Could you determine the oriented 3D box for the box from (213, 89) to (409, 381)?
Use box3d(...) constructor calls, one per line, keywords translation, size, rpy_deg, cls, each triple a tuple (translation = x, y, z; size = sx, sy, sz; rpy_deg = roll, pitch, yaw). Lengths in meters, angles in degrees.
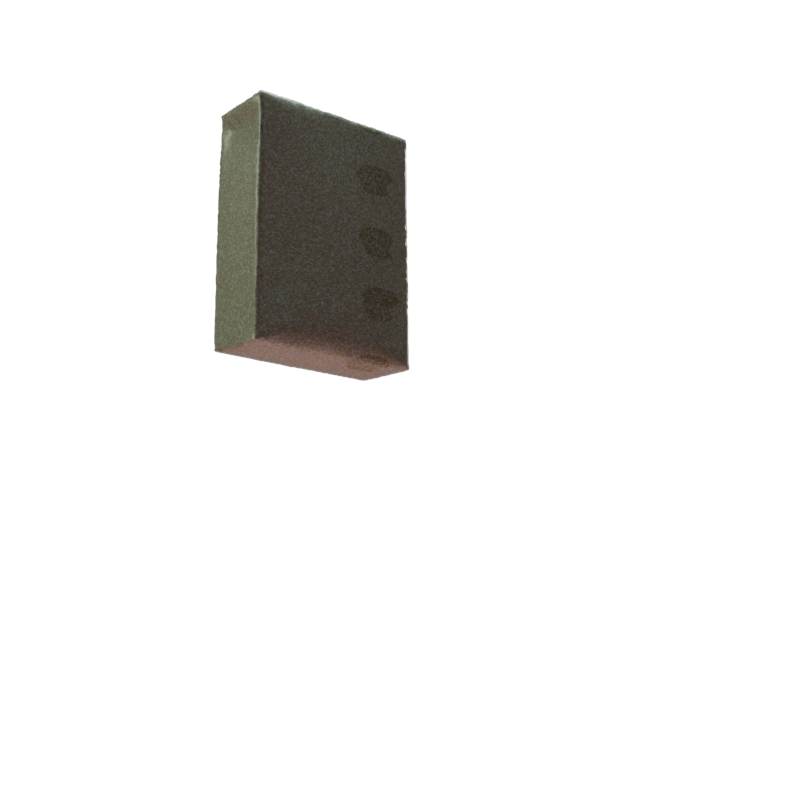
box3d(translation=(-0.074, -0.135, 0.942), size=(0.156, 0.223, 0.072), rpy_deg=(12, -22, -38), cls="box")
